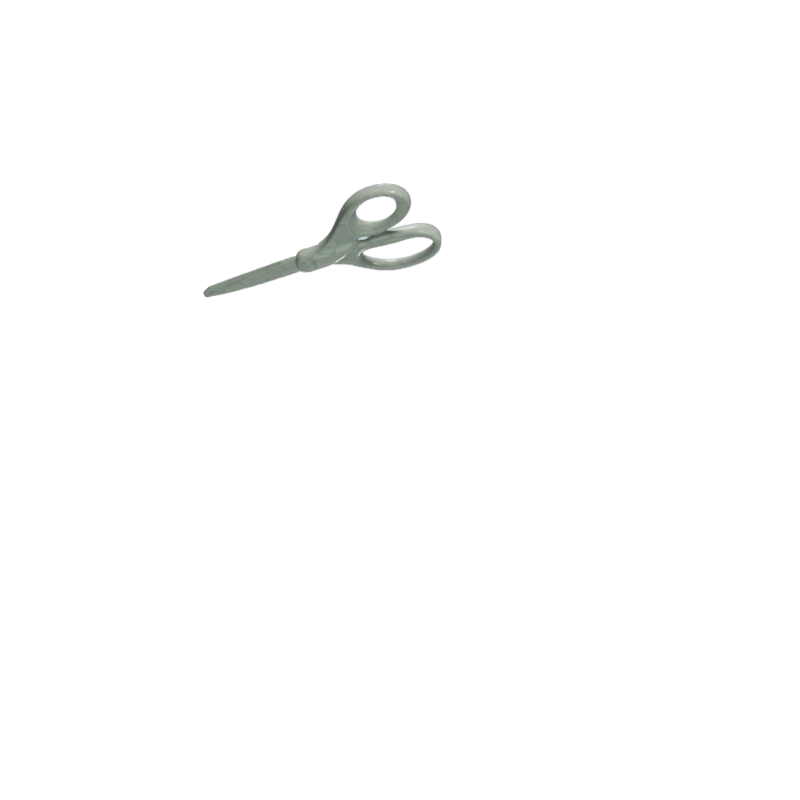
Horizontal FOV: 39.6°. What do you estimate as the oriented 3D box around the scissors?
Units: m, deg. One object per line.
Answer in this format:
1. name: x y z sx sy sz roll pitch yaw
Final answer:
1. scissors: -0.069 -0.126 0.883 0.203 0.017 0.089 -6 -42 6
